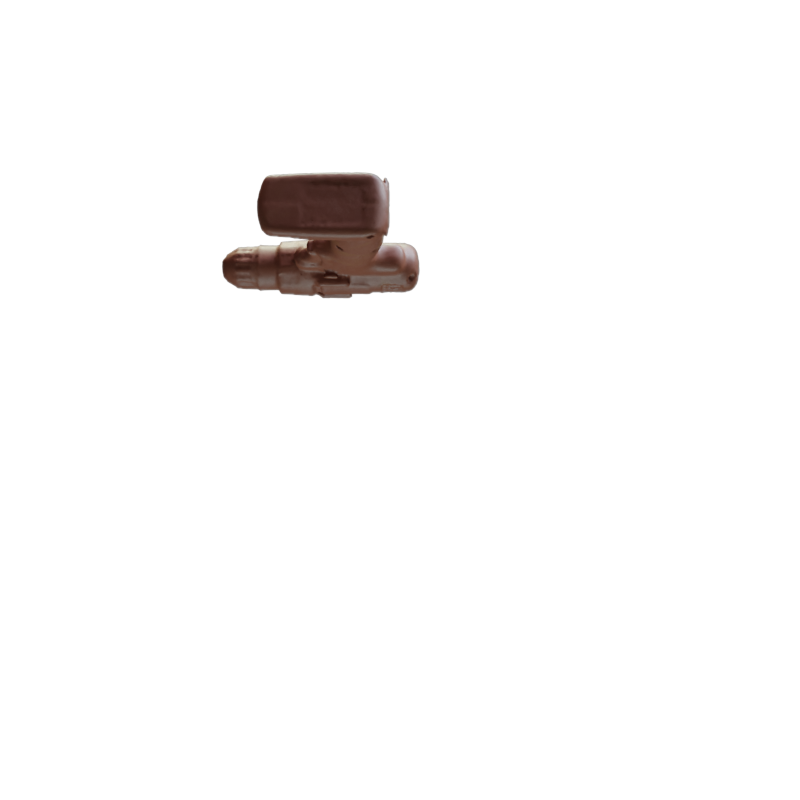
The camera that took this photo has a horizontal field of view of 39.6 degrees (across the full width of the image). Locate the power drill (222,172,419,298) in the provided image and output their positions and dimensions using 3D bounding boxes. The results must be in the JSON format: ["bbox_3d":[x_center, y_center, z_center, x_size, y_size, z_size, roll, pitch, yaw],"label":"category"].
[{"bbox_3d":[-0.076,-0.139,0.970,0.185,0.060,0.180,-1,-12,3],"label":"power drill"}]
